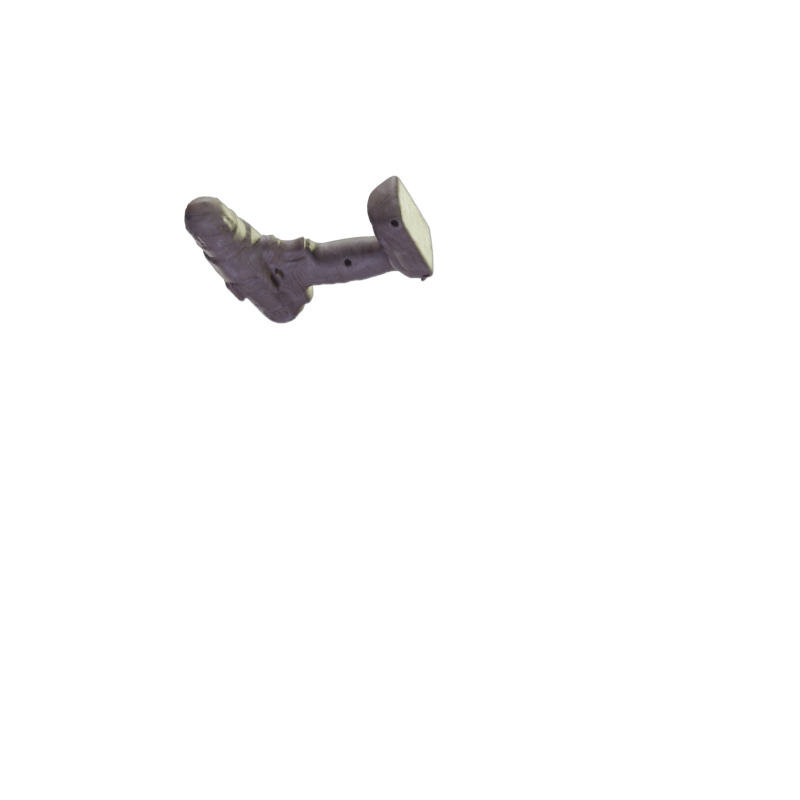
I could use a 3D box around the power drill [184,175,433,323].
[{"bbox_3d":[-0.077,-0.140,0.980,0.190,0.061,0.171,-10,-28,20],"label":"power drill"}]
